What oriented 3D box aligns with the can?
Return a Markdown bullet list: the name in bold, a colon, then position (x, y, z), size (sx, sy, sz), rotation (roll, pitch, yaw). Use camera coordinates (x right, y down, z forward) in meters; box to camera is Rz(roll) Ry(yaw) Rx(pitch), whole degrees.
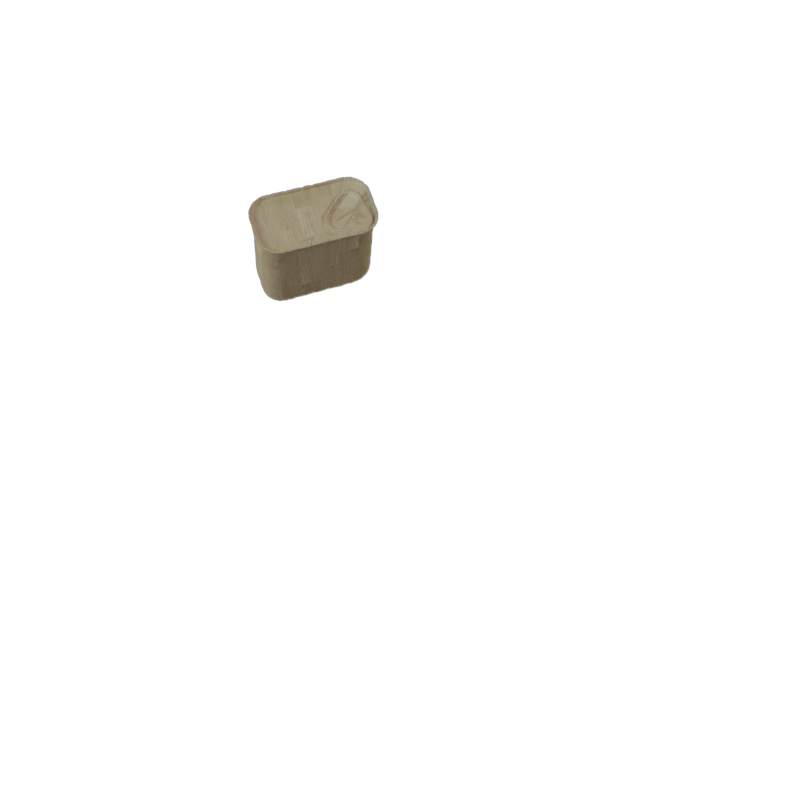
- **can**: position (-0.072, -0.132, 0.923), size (0.101, 0.061, 0.079), rotation (-15, -26, -10)
